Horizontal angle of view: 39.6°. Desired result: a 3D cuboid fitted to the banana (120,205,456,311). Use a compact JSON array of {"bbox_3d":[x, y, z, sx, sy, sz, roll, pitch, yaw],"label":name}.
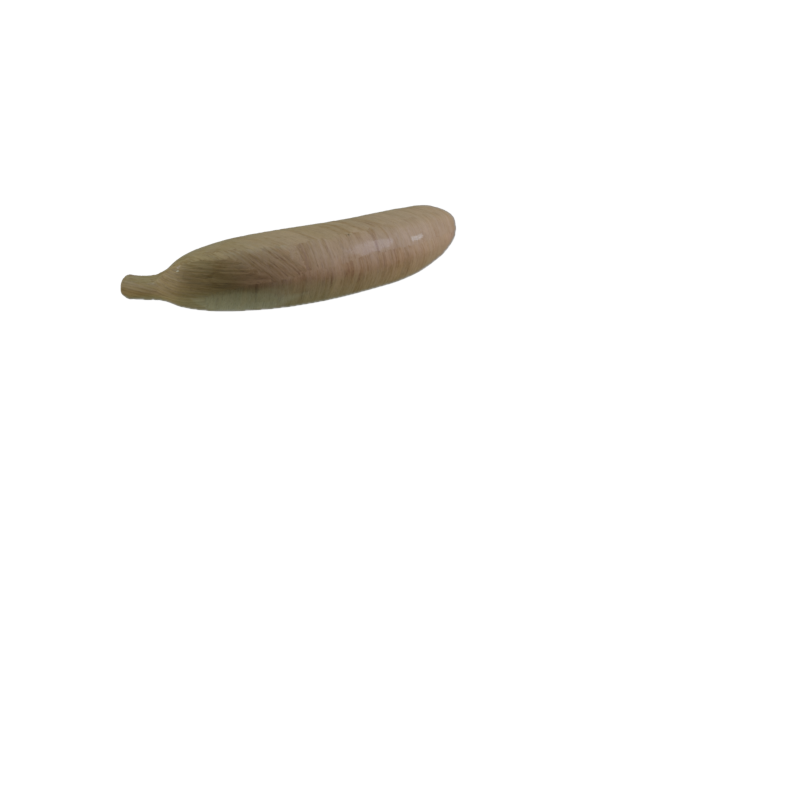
[{"bbox_3d":[-0.038,-0.075,0.563,0.194,0.035,0.074,-14,26,-29],"label":"banana"}]
